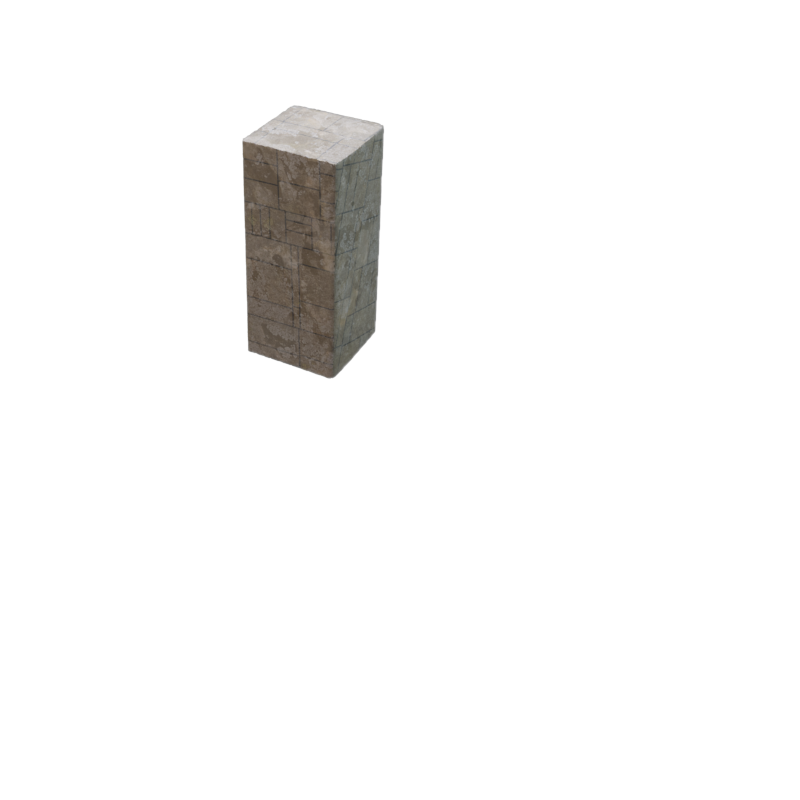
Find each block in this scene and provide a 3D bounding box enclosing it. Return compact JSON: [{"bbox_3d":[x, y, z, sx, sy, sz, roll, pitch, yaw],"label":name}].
[{"bbox_3d":[-0.074,-0.137,0.957,0.095,0.194,0.092,17,35,22],"label":"block"}]
